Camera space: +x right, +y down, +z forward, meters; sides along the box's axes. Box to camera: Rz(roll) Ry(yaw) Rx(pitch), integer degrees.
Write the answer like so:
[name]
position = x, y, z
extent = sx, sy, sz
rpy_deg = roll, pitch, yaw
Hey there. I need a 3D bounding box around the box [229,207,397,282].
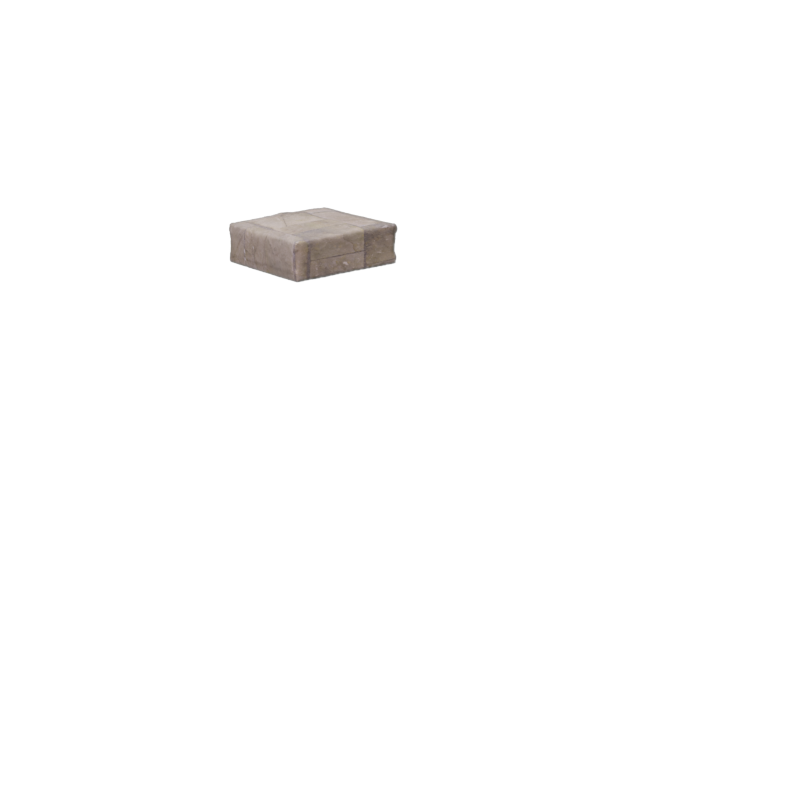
[box]
position = -0.058, -0.106, 0.741
extent = 0.087, 0.029, 0.077
rpy_deg = -17, 26, -39
